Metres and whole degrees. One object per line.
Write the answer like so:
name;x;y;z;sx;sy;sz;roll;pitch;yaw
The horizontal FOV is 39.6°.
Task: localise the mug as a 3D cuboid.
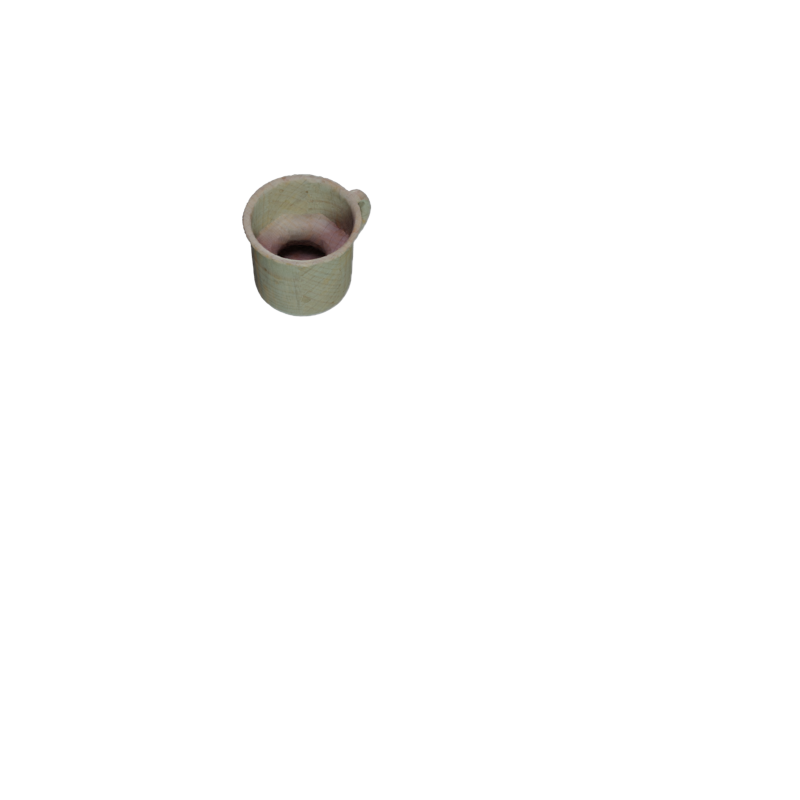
mug;-0.070;-0.128;0.899;0.118;0.099;0.076;-39;-25;-25
